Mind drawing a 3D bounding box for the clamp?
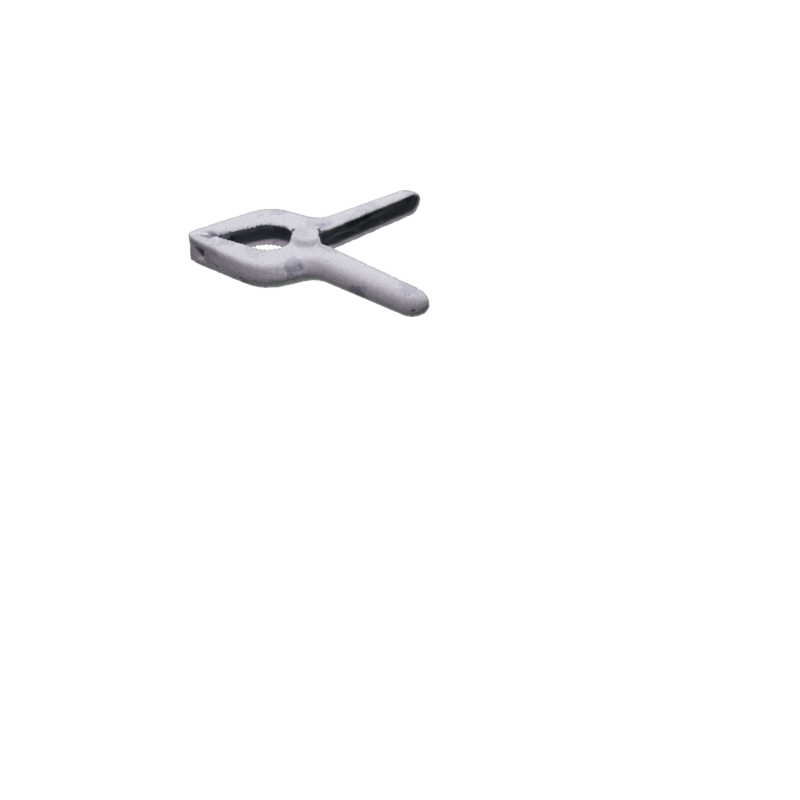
[{"bbox_3d":[-0.075,-0.137,0.961,0.212,0.034,0.174,5,40,6],"label":"clamp"}]
